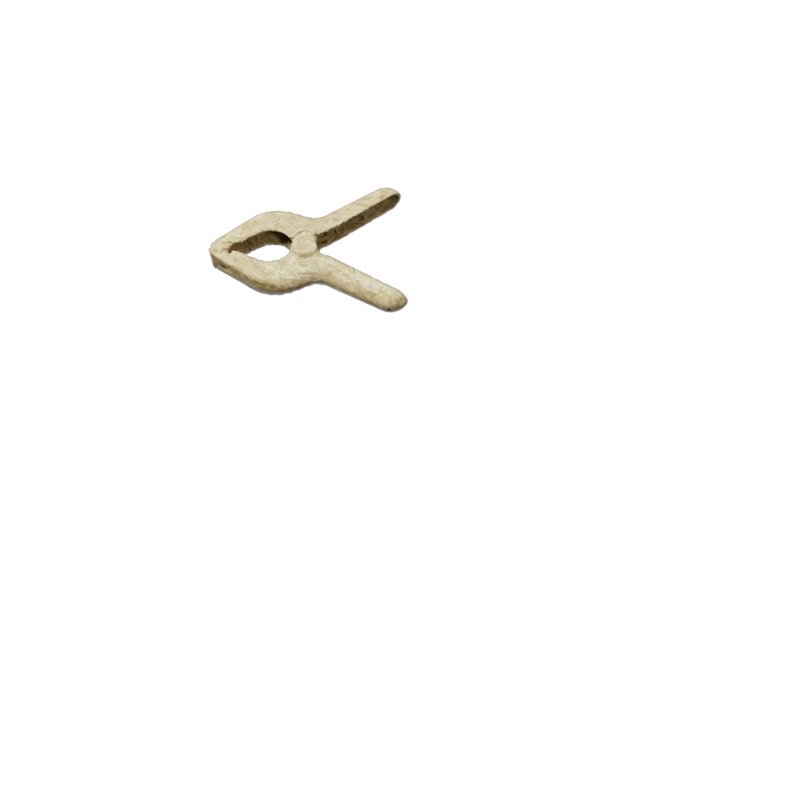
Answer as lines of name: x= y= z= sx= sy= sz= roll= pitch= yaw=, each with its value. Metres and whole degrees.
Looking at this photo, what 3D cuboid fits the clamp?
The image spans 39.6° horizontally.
clamp: x=-0.074 y=-0.136 z=0.949 sx=0.173 sy=0.128 sz=0.037 roll=6 pitch=-36 yaw=4
